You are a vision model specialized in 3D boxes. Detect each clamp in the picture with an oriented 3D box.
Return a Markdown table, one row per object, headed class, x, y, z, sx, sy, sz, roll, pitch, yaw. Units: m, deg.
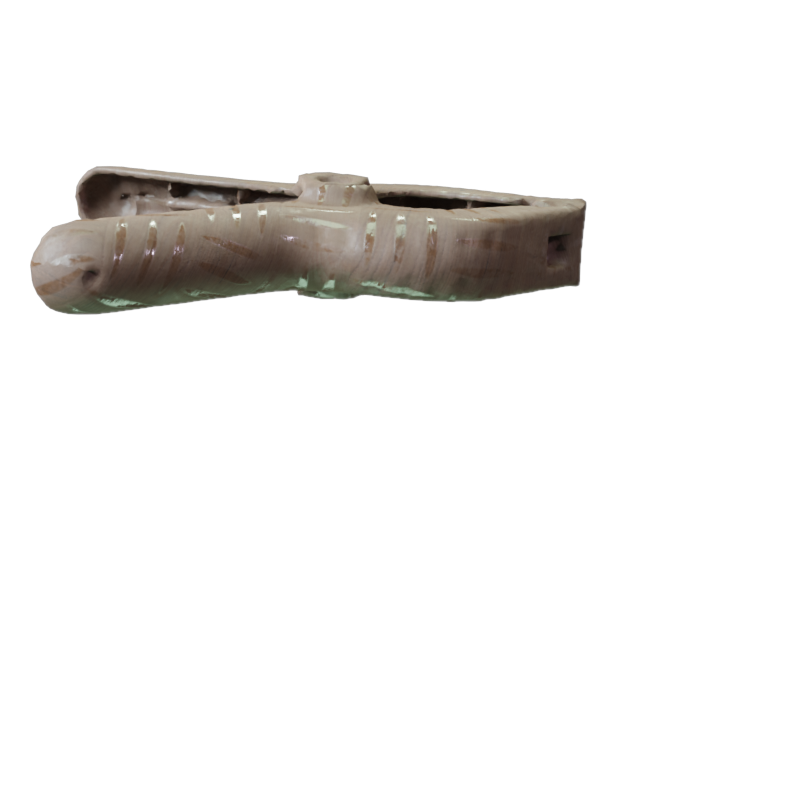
| class | x | y | z | sx | sy | sz | roll | pitch | yaw |
| --- | --- | --- | --- | --- | --- | --- | --- | --- | --- |
| clamp | -0.026 | -0.048 | 0.334 | 0.172 | 0.037 | 0.126 | 1 | 24 | 1 |
